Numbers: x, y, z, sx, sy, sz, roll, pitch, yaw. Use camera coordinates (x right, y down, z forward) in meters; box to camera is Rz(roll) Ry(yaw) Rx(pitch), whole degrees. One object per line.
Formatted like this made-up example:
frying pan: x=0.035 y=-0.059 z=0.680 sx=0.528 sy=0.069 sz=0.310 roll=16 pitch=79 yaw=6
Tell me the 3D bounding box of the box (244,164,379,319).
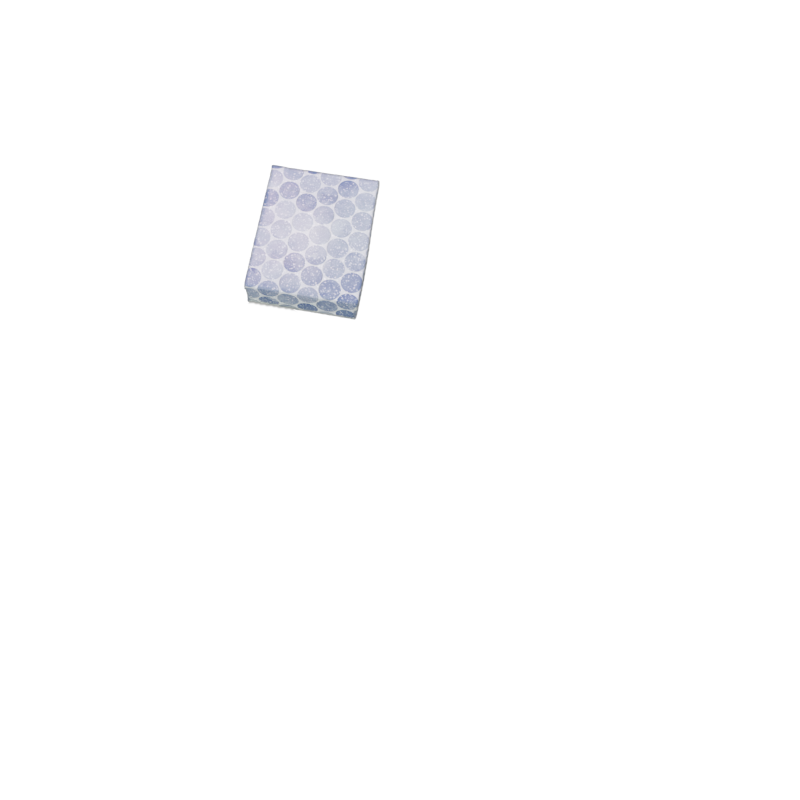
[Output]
box: x=-0.069 y=-0.126 z=0.886 sx=0.090 sy=0.119 sz=0.037 roll=8 pitch=-25 yaw=3
